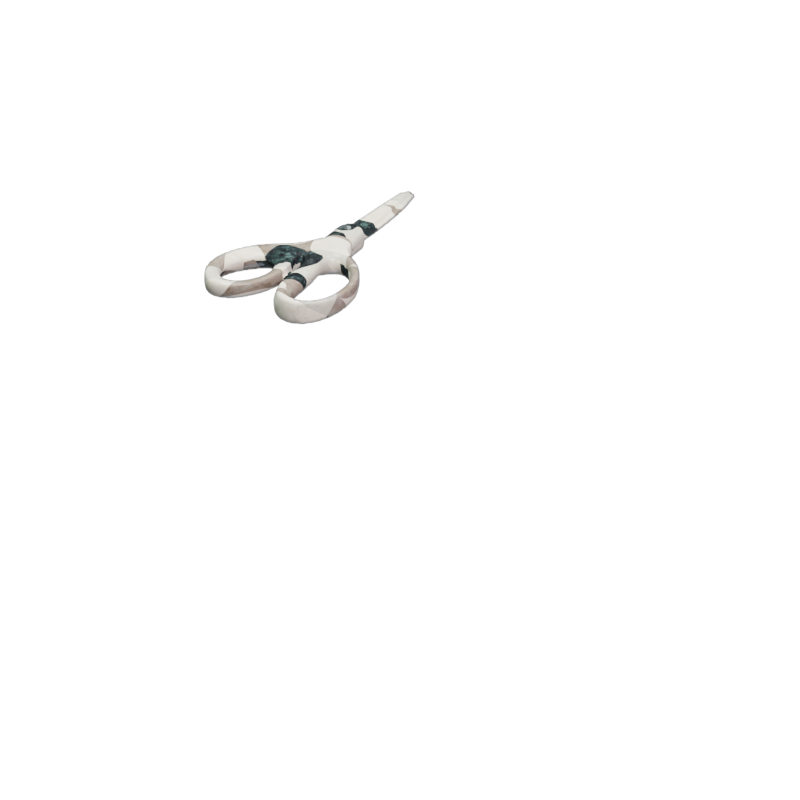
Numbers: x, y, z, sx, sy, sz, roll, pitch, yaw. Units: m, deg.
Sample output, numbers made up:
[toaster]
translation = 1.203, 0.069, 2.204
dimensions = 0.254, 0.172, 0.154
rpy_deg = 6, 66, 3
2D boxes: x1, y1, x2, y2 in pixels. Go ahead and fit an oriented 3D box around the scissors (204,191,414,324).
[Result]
[scissors]
translation = -0.052, -0.095, 0.669
dimensions = 0.098, 0.015, 0.210
rpy_deg = 4, 28, 8
